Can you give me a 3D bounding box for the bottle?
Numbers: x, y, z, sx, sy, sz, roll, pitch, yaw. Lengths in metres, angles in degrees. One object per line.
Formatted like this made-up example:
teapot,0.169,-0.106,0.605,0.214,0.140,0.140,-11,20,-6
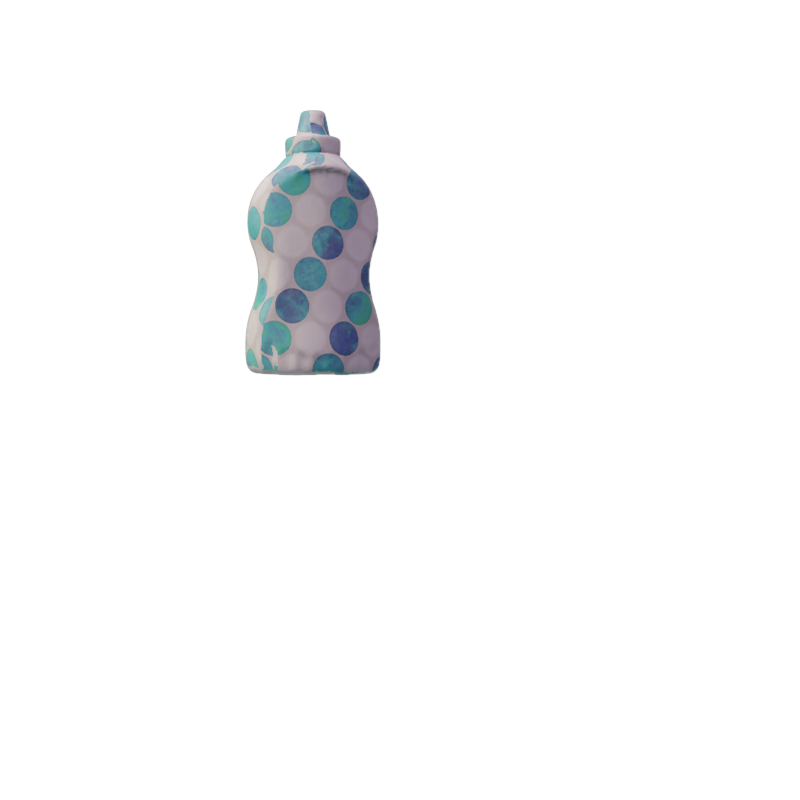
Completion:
bottle,-0.063,-0.115,0.805,0.093,0.194,0.059,1,-5,-20
